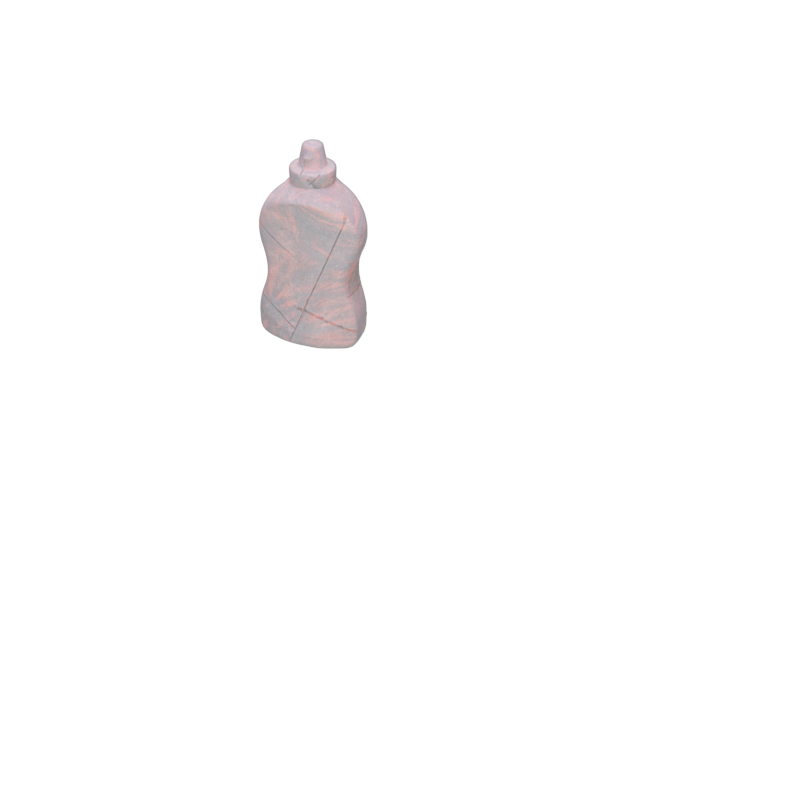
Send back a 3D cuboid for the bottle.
[{"bbox_3d":[-0.077,-0.140,0.982,0.099,0.180,0.060,14,33,18],"label":"bottle"}]
